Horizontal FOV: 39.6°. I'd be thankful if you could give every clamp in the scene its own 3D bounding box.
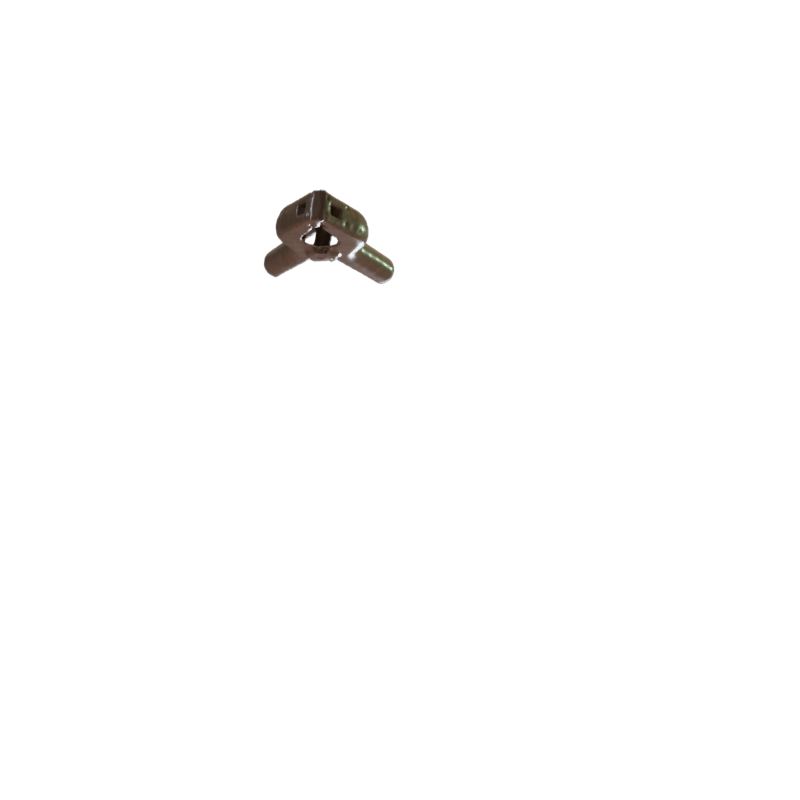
[{"bbox_3d":[-0.076,-0.139,0.973,0.121,0.041,0.162,-3,-17,10],"label":"clamp"}]
